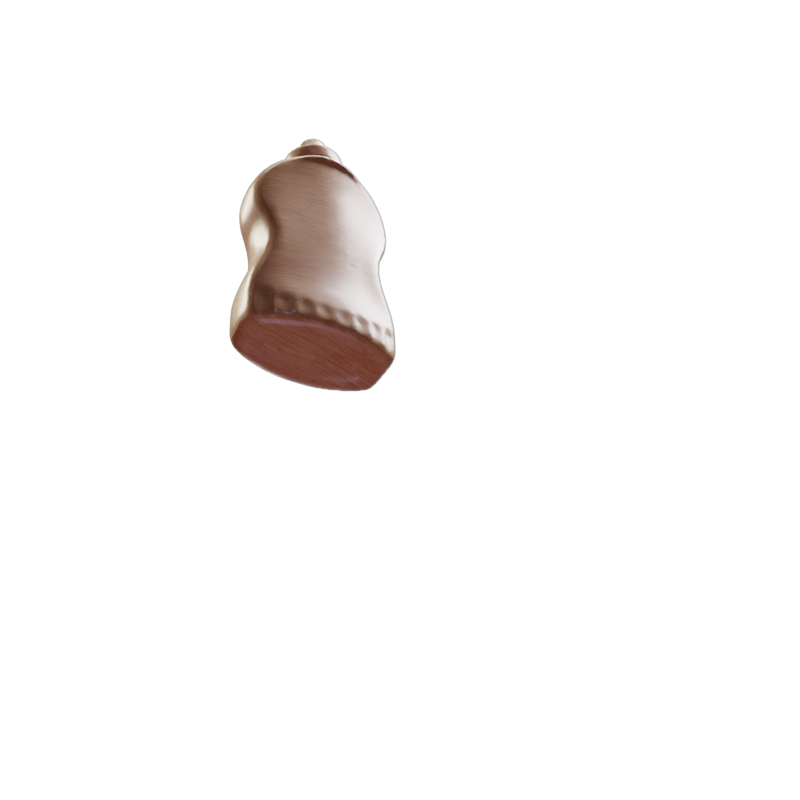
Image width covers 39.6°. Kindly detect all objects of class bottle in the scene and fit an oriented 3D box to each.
[{"bbox_3d":[-0.055,-0.100,0.699,0.093,0.206,0.056,15,-46,-19],"label":"bottle"}]
